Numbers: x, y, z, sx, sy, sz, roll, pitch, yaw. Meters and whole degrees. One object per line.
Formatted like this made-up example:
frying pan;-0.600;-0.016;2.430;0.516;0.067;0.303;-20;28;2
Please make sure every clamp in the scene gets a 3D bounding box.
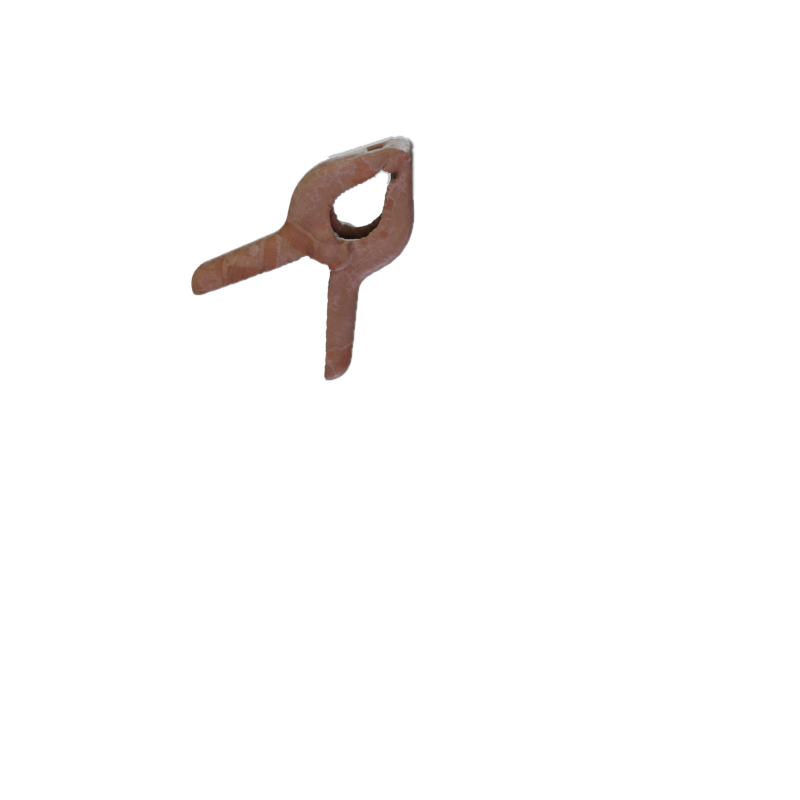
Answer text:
clamp;-0.056;-0.101;0.711;0.117;0.166;0.041;24;23;-11
